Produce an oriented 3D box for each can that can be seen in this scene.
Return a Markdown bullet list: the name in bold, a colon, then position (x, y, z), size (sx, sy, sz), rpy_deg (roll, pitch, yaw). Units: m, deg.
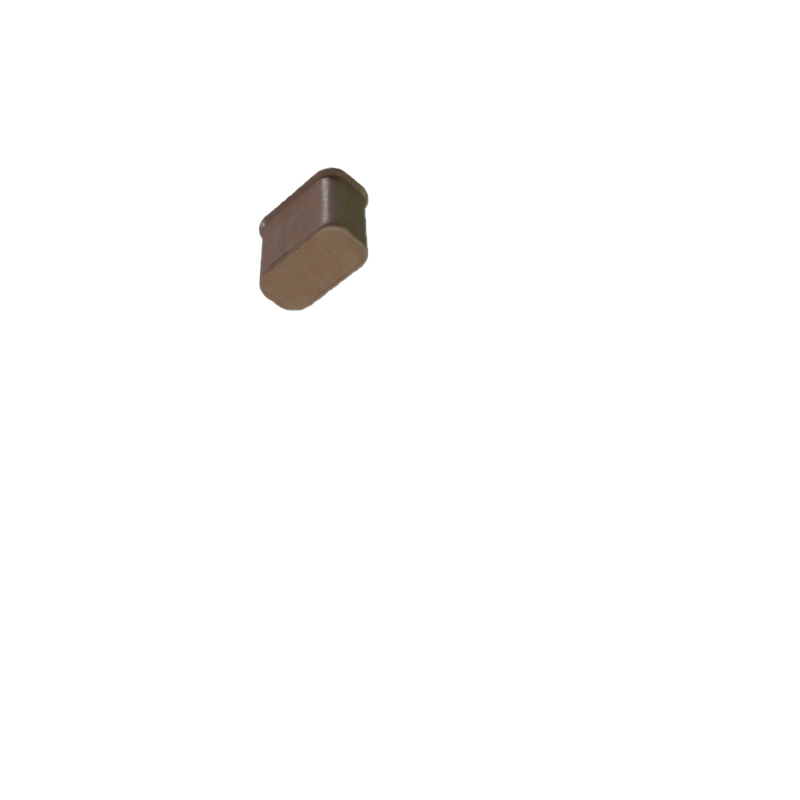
- **can**: position (-0.074, -0.134, 0.941), size (0.101, 0.090, 0.054), rpy_deg (-36, -57, 25)
